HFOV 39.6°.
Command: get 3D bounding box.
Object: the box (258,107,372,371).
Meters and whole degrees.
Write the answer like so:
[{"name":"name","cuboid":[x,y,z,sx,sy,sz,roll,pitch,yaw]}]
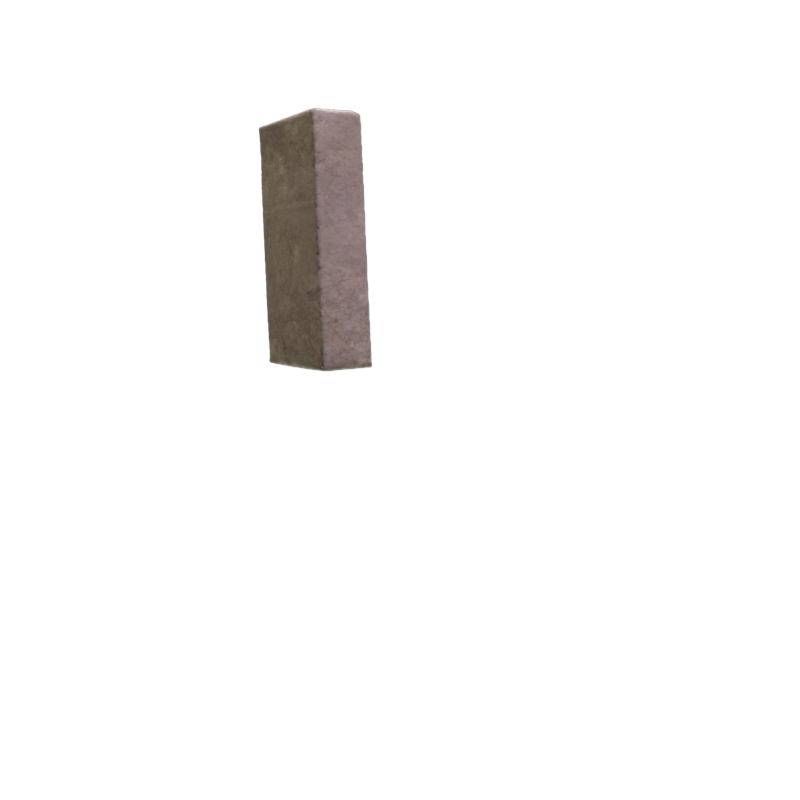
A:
[{"name":"box","cuboid":[-0.061,-0.112,0.782,0.046,0.177,0.096,1,-1,-29]}]
